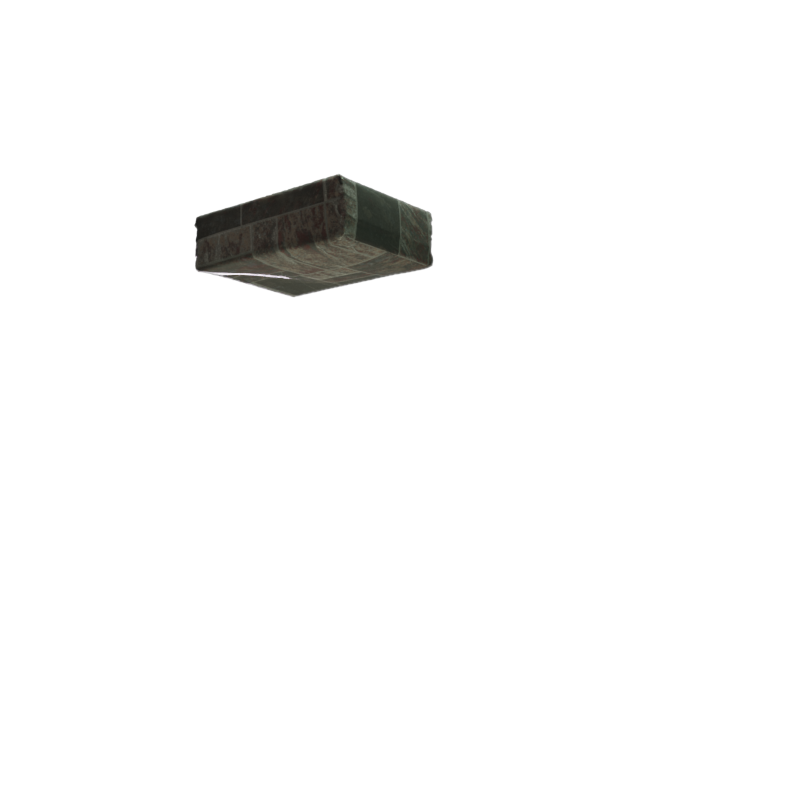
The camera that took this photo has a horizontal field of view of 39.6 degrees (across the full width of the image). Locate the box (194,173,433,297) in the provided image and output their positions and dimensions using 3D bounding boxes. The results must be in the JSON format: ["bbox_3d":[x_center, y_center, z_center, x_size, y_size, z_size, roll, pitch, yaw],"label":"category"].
[{"bbox_3d":[-0.051,-0.093,0.652,0.116,0.040,0.085,-6,-10,37],"label":"box"}]
